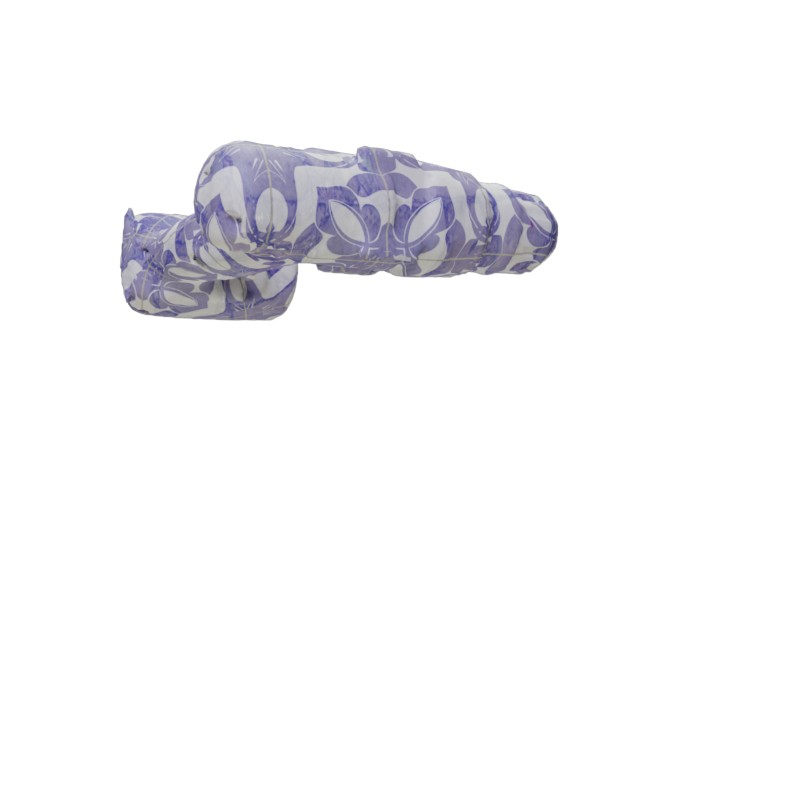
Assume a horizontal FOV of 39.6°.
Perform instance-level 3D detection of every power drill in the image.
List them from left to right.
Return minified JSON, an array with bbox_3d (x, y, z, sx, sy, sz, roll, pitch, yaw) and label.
[{"bbox_3d":[-0.043,-0.078,0.548,0.177,0.059,0.191,4,-8,-34],"label":"power drill"}]
